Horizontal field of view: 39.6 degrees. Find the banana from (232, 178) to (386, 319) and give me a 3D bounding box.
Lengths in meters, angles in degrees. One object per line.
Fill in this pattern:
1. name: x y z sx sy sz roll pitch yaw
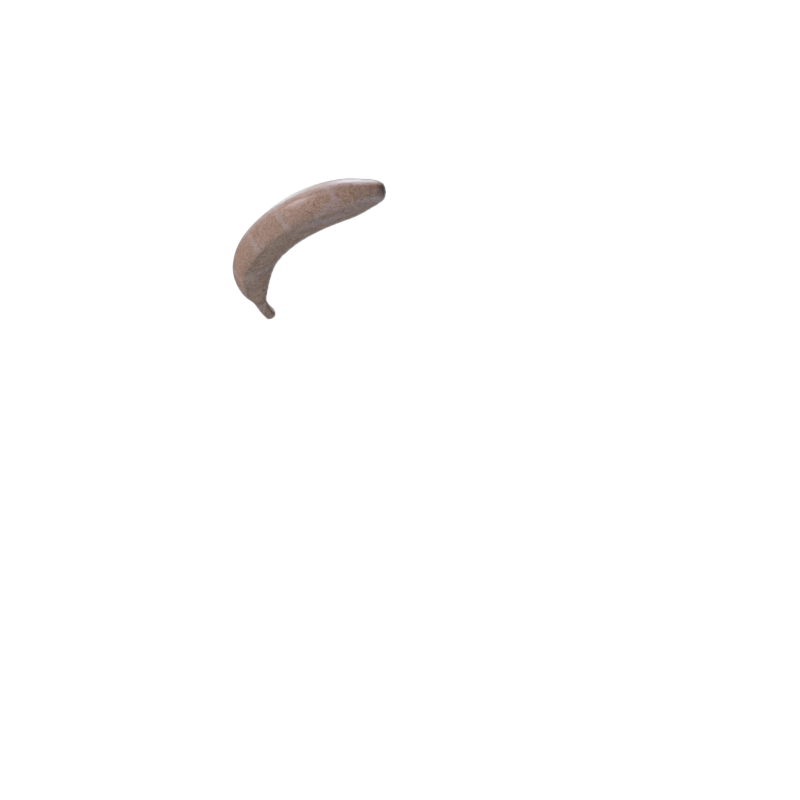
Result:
1. banana: -0.092 -0.138 0.942 0.066 0.039 0.194 20 -38 -28
